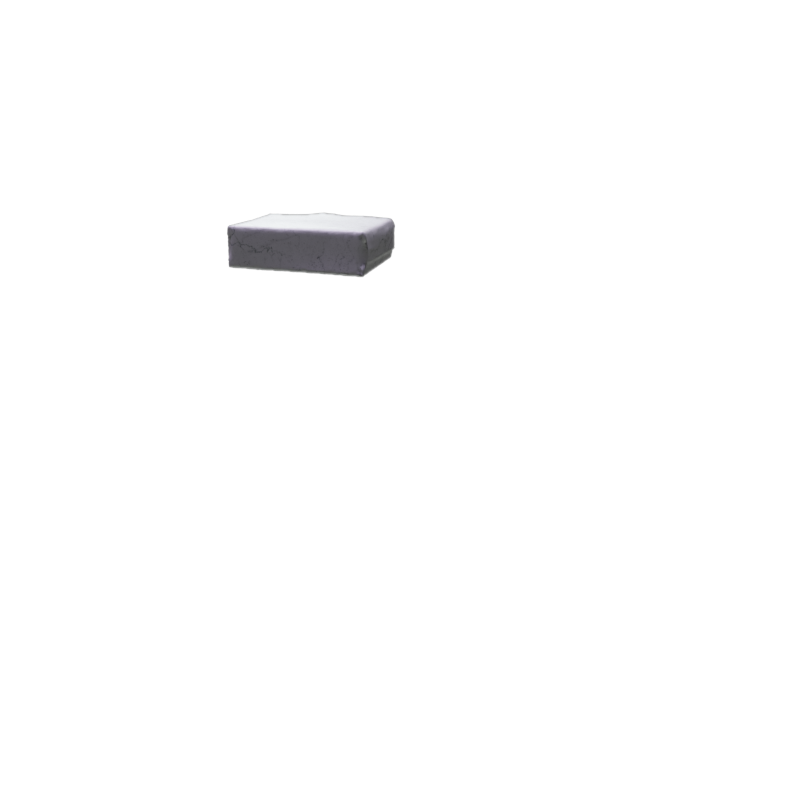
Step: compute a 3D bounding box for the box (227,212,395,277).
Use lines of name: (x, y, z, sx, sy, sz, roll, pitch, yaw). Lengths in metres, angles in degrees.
box: (-0.055, -0.100, 0.699, 0.091, 0.029, 0.073, 4, 15, 16)
